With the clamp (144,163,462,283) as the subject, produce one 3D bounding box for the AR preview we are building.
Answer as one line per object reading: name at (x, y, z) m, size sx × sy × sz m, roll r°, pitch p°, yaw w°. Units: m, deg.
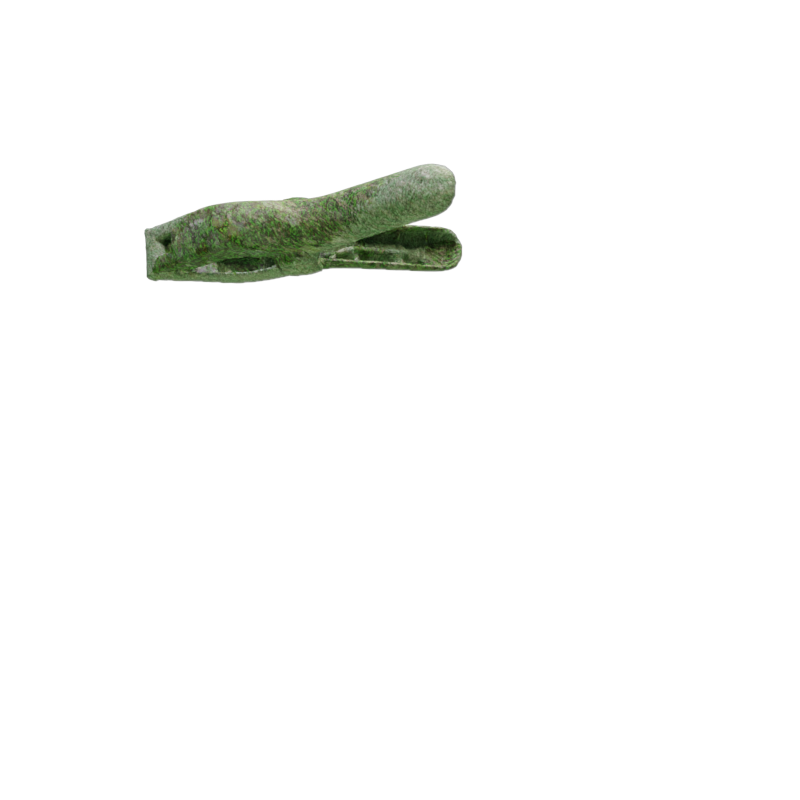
clamp at (-0.046, -0.084, 0.585) m, size 0.174 × 0.041 × 0.113 m, roll -5°, pitch -17°, yaw 15°
